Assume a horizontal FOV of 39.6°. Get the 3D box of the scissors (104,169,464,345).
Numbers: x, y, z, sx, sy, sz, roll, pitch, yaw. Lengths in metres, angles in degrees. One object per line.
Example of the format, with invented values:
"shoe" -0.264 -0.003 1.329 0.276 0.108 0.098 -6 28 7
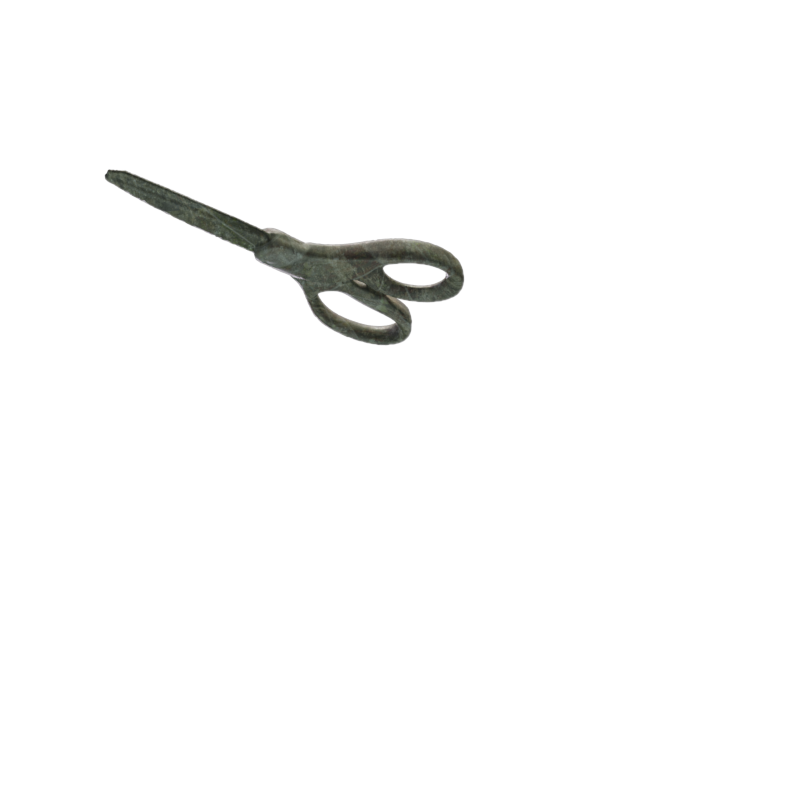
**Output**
"scissors" -0.044 -0.080 0.560 0.097 0.017 0.187 -20 -36 30
